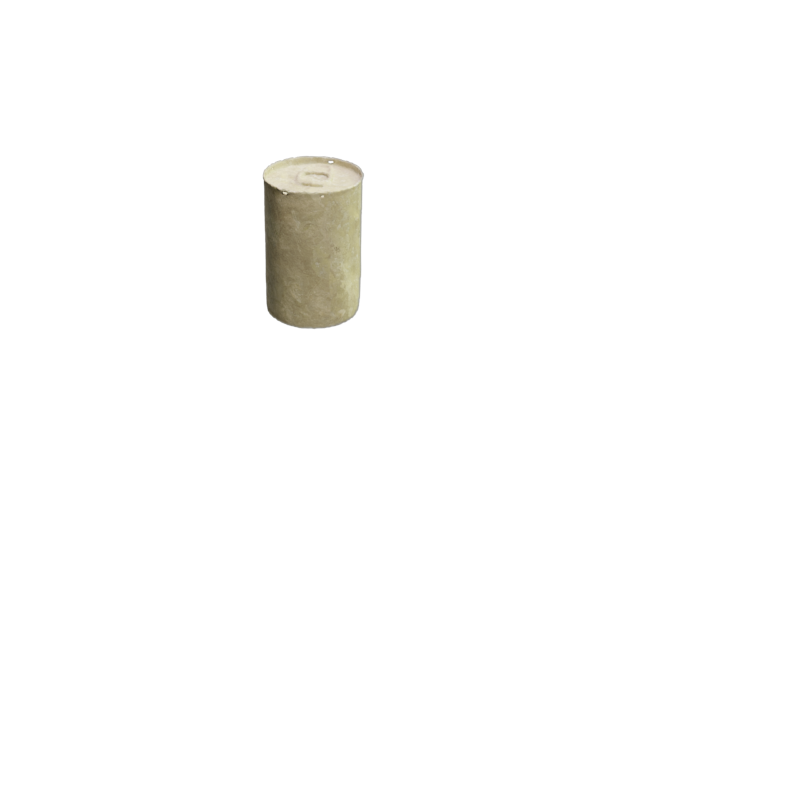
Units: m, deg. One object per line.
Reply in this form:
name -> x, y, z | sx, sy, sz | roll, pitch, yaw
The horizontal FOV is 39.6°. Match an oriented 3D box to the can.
can -> -0.060, -0.109, 0.764 | 0.068, 0.097, 0.073 | 0, 28, -2
